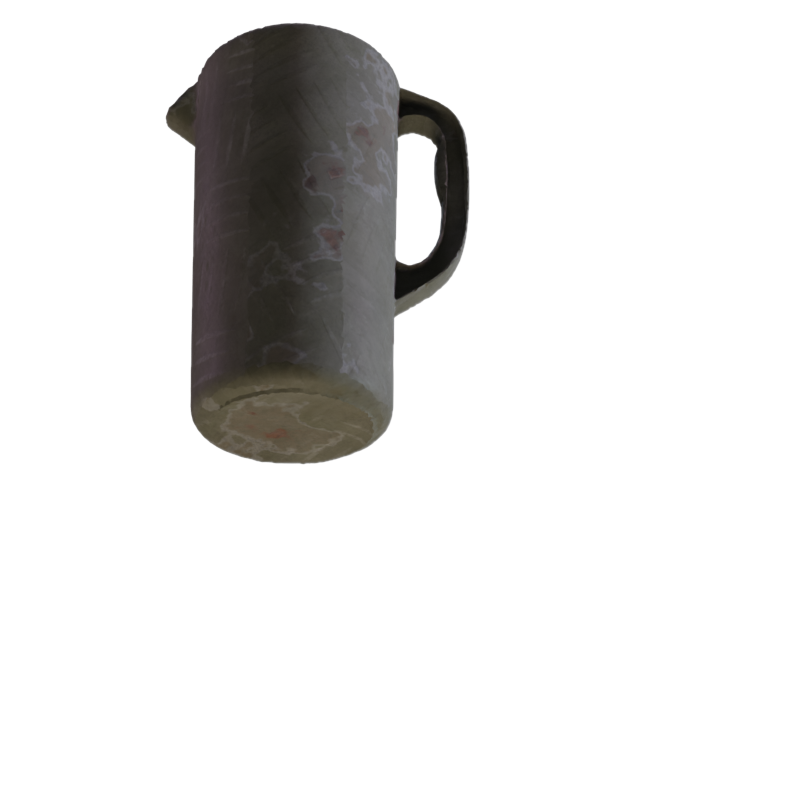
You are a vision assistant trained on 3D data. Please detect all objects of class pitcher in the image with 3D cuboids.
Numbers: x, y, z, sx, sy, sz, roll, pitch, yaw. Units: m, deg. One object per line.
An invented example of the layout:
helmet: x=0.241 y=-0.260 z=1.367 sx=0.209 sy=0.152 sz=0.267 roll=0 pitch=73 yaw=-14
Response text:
pitcher: x=-0.051 y=-0.093 z=0.652 sx=0.149 sy=0.259 sz=0.135 roll=-26 pitch=-39 yaw=33
